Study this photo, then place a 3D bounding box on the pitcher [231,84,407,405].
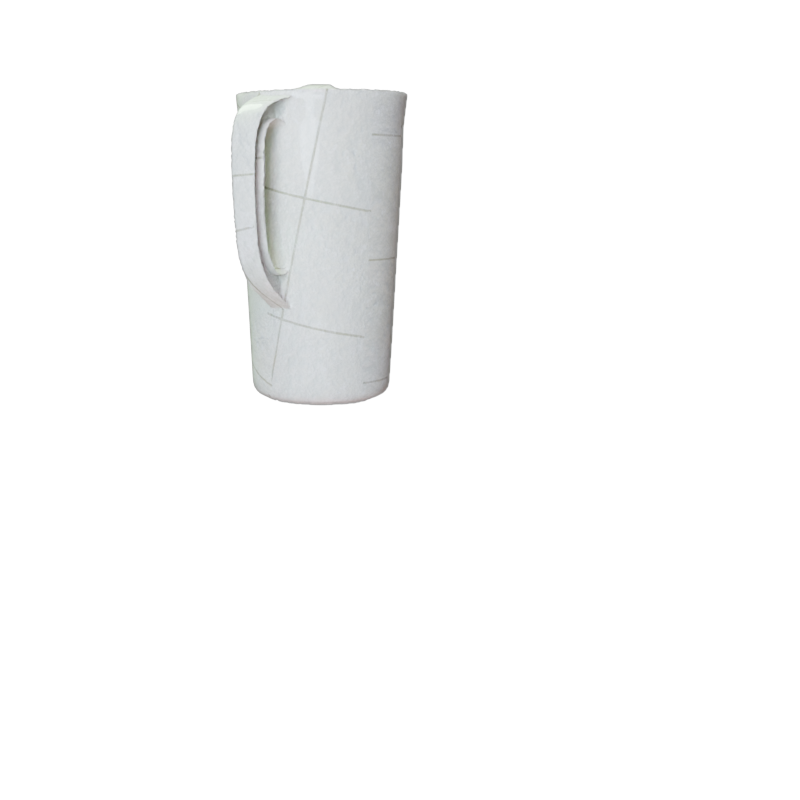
[{"bbox_3d":[-0.067,-0.123,0.861,0.146,0.241,0.149,-1,5,-16],"label":"pitcher"}]
